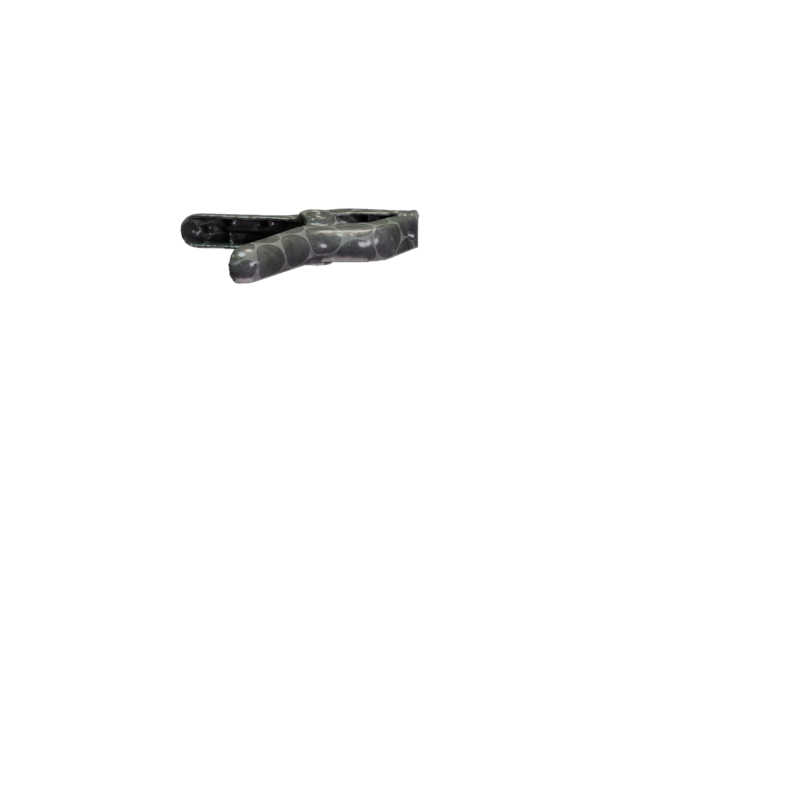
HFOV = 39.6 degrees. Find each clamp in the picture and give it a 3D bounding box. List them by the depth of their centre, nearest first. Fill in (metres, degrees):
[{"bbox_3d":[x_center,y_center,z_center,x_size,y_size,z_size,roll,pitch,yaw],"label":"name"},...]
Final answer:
[{"bbox_3d":[-0.060,-0.110,0.772,0.169,0.037,0.128,-7,28,-14],"label":"clamp"}]
